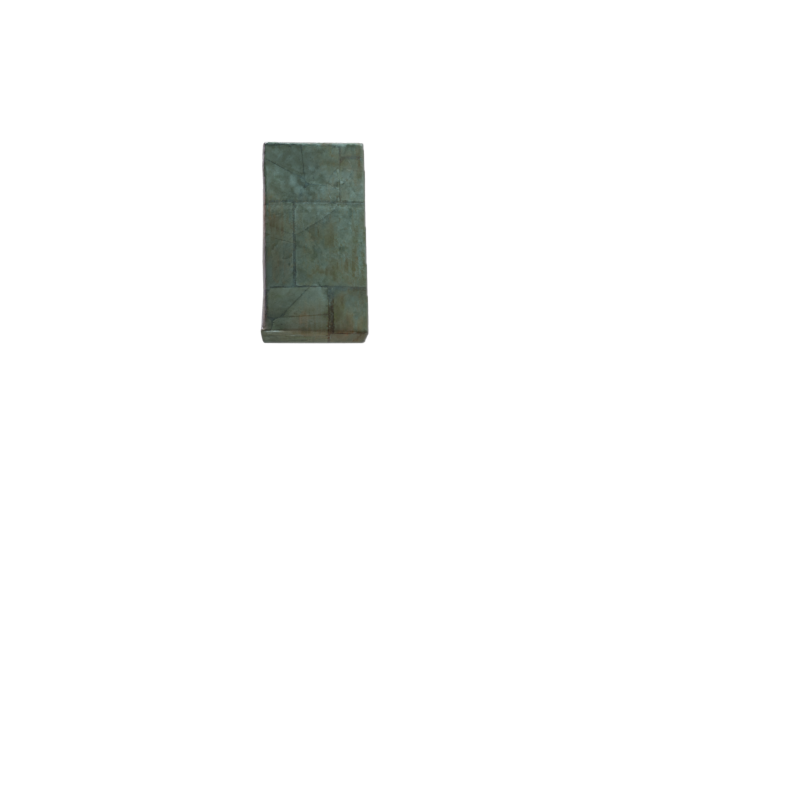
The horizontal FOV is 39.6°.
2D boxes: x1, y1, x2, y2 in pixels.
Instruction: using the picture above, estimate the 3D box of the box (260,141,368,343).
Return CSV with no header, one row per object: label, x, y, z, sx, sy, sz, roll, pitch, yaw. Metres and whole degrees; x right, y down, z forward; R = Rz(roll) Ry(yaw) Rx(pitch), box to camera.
box,-0.077,-0.140,0.982,0.093,0.184,0.046,0,-18,-4
